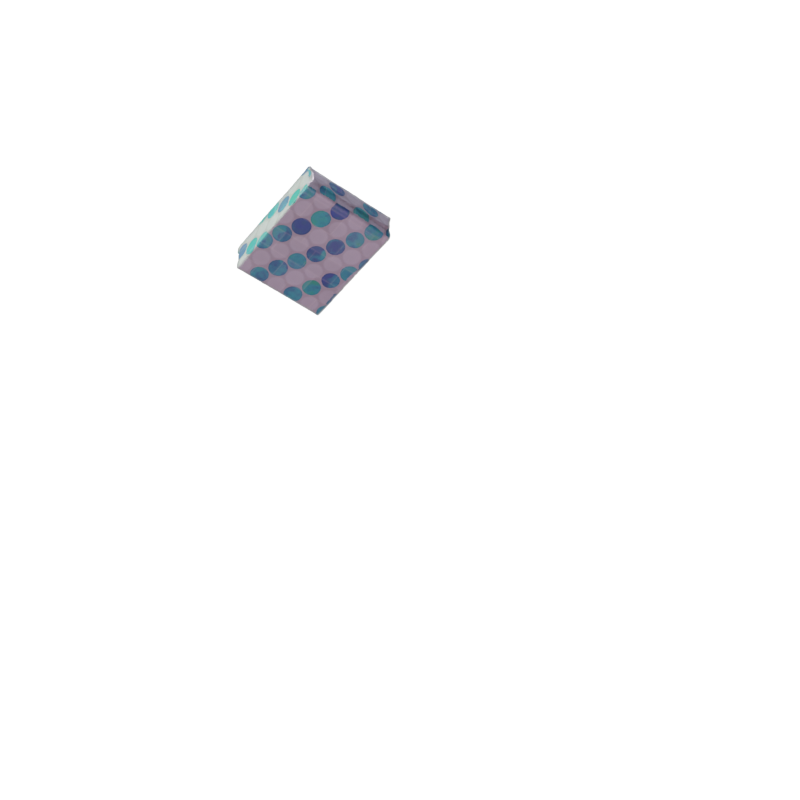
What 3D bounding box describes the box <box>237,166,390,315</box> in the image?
[{"bbox_3d":[-0.061,-0.112,0.787,0.070,0.087,0.032,31,31,-22],"label":"box"}]
